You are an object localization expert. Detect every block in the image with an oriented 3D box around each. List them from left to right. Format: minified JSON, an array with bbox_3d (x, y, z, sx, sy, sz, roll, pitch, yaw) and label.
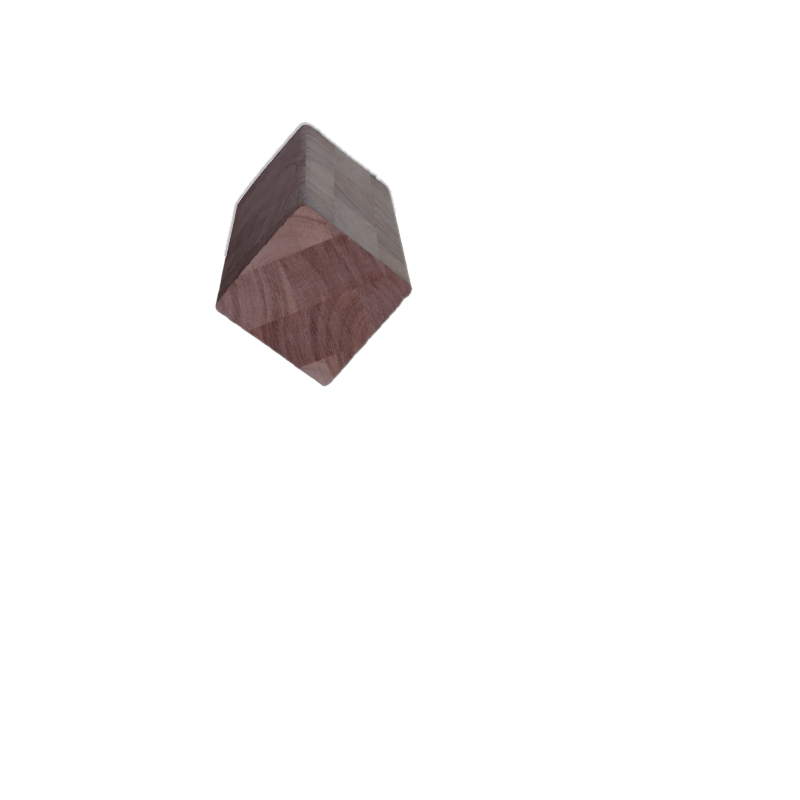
[{"bbox_3d":[-0.060,-0.111,0.773,0.087,0.089,0.217,36,18,-18],"label":"block"}]
